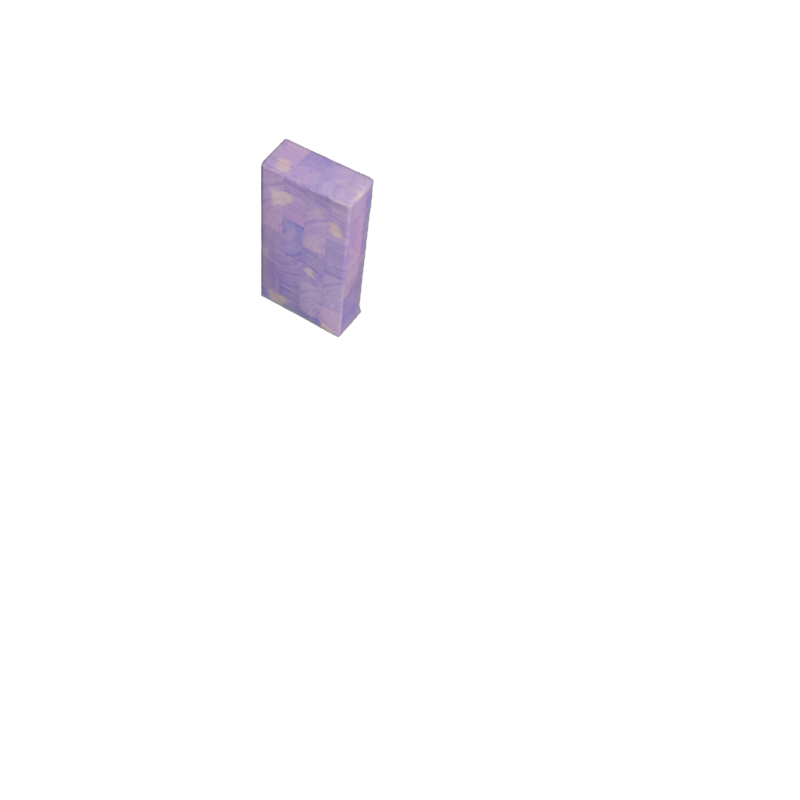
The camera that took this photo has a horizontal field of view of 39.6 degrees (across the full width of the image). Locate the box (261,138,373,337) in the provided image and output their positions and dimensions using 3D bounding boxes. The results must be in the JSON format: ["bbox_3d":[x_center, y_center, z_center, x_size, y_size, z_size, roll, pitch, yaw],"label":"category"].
[{"bbox_3d":[-0.078,-0.141,0.991,0.097,0.049,0.165,29,-33,17],"label":"box"}]
